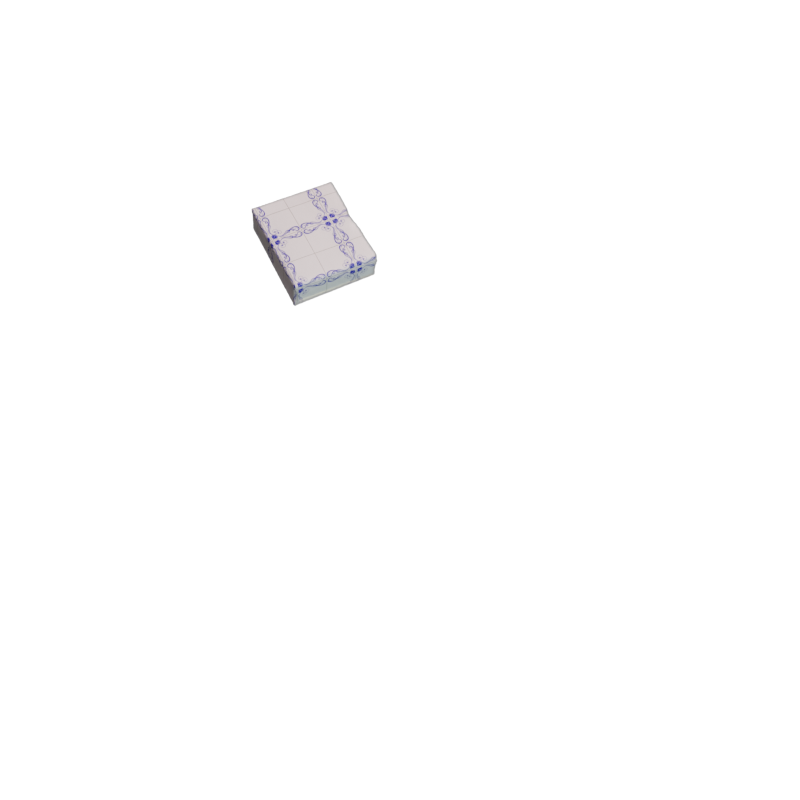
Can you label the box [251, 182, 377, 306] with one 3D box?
[{"bbox_3d":[-0.070,-0.129,0.902,0.073,0.096,0.028,-21,-32,-14],"label":"box"}]
